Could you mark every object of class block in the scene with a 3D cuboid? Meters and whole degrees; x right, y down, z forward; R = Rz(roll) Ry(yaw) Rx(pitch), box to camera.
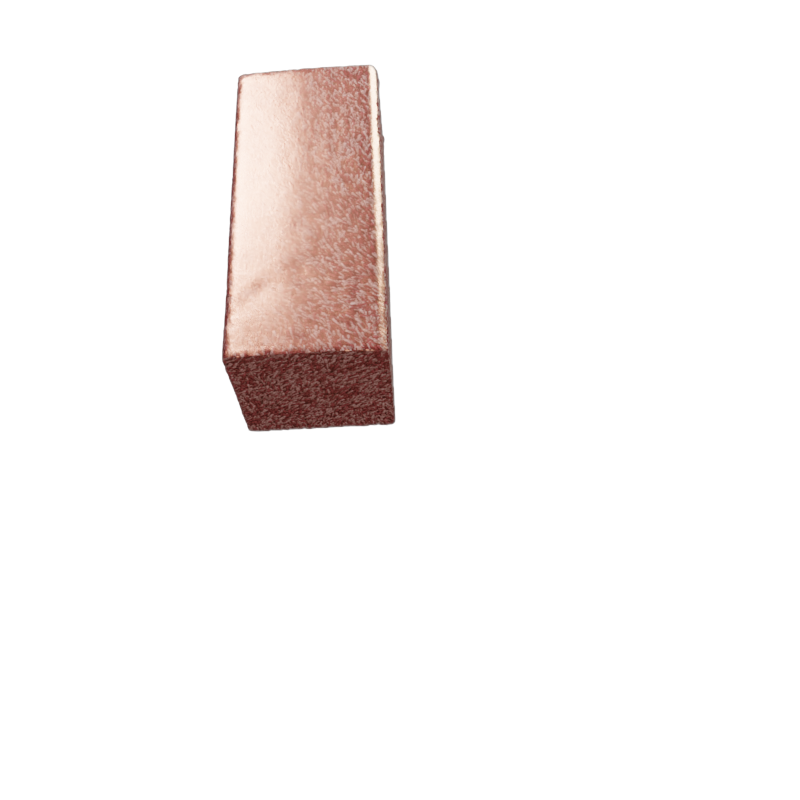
[{"bbox_3d":[-0.052,-0.096,0.674,0.090,0.220,0.084,-4,-33,2],"label":"block"}]
